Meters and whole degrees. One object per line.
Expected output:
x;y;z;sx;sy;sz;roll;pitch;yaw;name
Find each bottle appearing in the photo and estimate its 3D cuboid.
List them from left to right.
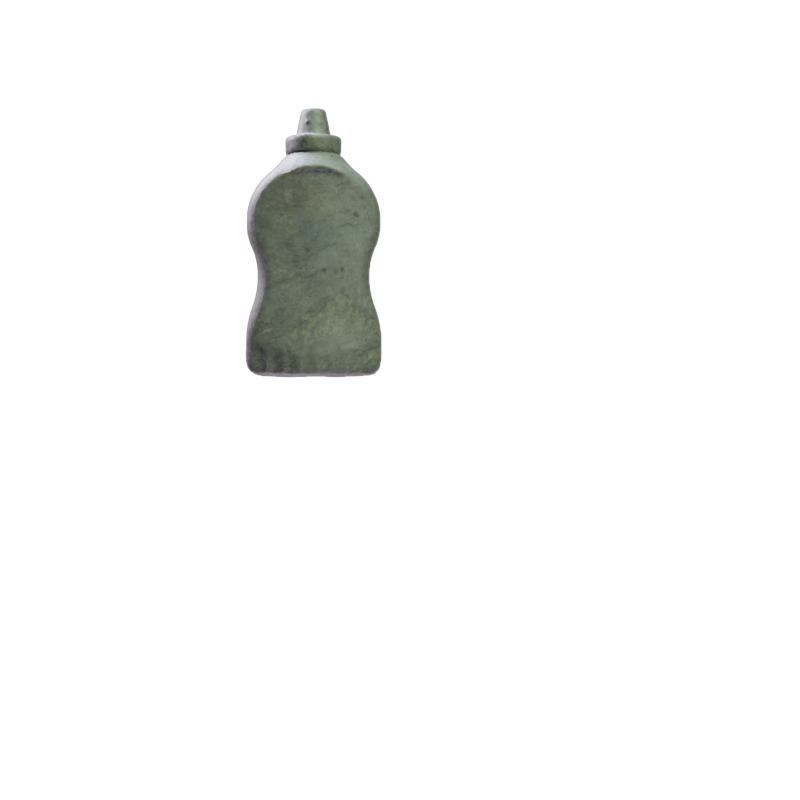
-0.062;-0.114;0.798;0.096;0.194;0.058;0;-4;-3;bottle
